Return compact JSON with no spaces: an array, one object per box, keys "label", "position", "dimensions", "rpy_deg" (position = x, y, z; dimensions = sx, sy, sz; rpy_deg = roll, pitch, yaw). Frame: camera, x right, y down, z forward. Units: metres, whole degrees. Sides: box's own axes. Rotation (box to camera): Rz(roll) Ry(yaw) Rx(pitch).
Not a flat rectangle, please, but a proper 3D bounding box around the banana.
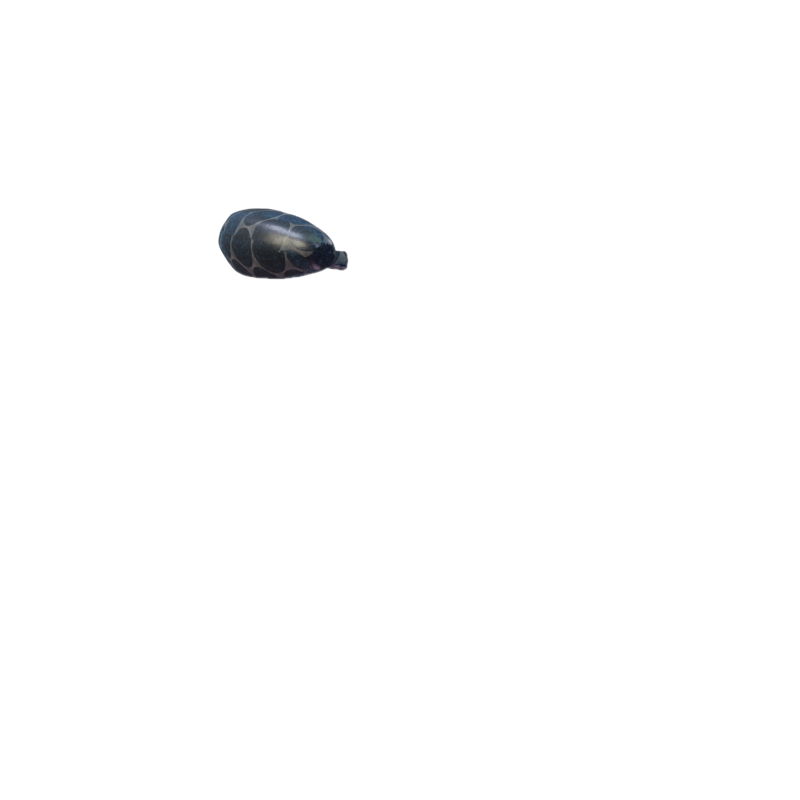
[{"label":"banana","position":[-0.065,-0.086,0.604],"dimensions":[0.070,0.036,0.199],"rpy_deg":[0,8,0]}]
